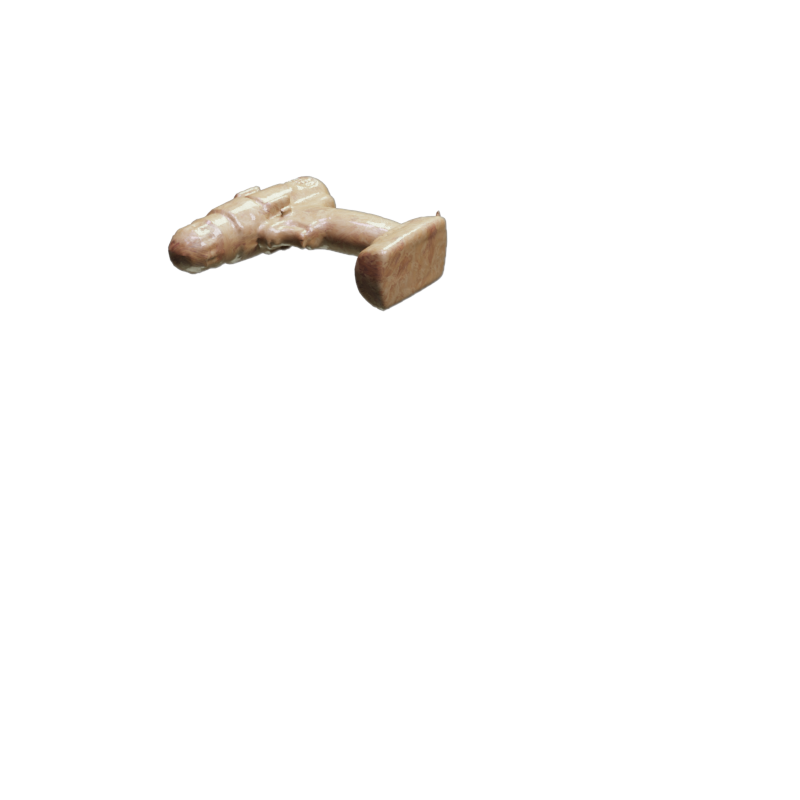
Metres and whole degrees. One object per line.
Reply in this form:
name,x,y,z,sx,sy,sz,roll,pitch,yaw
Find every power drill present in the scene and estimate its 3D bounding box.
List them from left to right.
power drill,-0.071,-0.130,0.910,0.198,0.054,0.185,20,36,31
